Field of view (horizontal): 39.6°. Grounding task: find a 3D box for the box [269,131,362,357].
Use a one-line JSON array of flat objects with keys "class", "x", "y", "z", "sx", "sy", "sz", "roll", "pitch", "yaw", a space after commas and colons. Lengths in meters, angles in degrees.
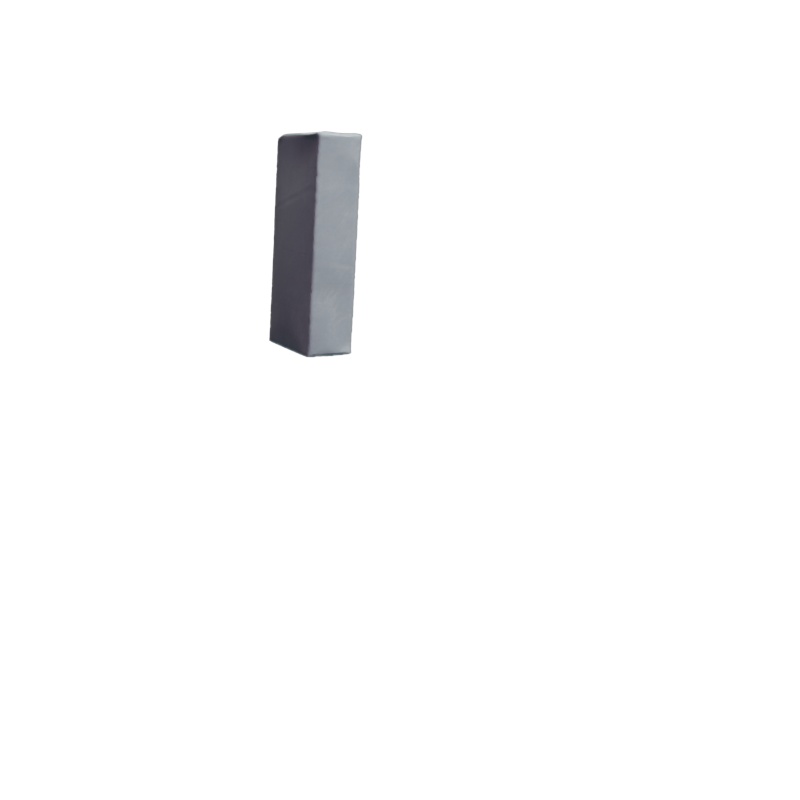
[{"class": "box", "x": -0.071, "y": -0.129, "z": 0.901, "sx": 0.047, "sy": 0.175, "sz": 0.097, "roll": -1, "pitch": 5, "yaw": -25}]
